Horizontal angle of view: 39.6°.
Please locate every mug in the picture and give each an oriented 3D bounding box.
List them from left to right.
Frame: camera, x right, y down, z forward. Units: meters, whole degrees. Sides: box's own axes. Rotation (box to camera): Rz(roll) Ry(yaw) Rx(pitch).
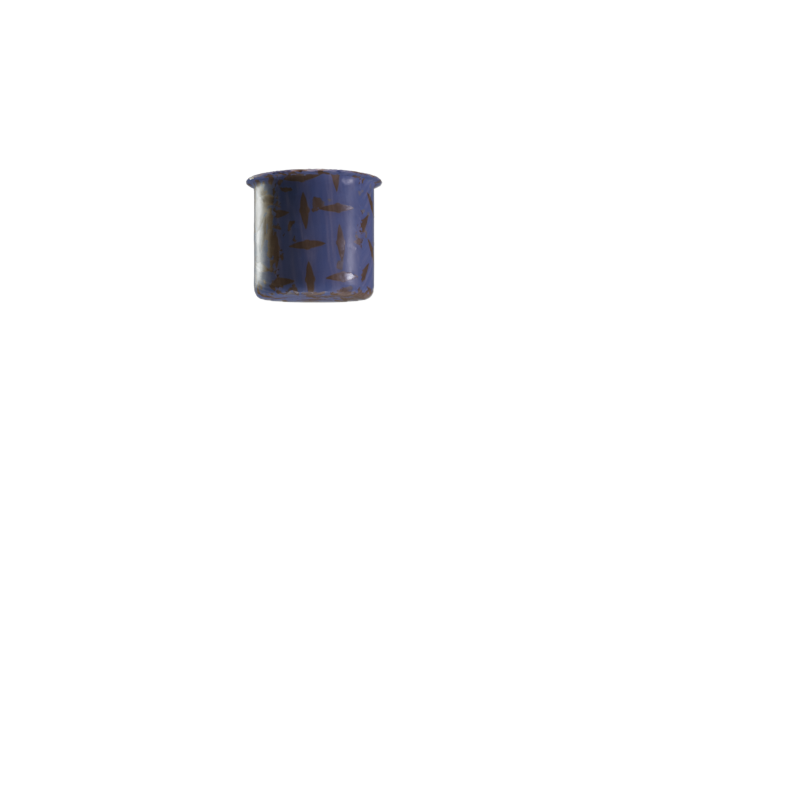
[{"bbox_3d":[-0.060,-0.109,0.767,0.093,0.082,0.117,0,-2,-5],"label":"mug"}]
